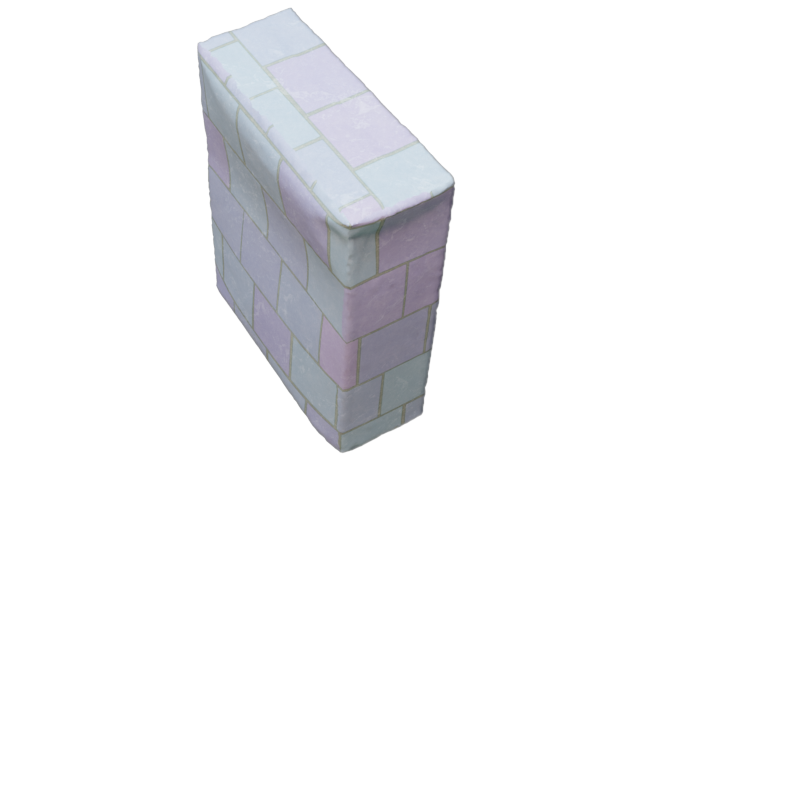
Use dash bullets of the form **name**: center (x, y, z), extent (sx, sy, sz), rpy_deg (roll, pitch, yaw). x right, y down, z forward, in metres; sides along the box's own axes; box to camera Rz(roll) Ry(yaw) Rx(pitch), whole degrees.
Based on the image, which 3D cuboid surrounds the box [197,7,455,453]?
- **box**: center (-0.051, -0.093, 0.654), extent (0.071, 0.176, 0.199), rpy_deg (-25, -32, -21)
